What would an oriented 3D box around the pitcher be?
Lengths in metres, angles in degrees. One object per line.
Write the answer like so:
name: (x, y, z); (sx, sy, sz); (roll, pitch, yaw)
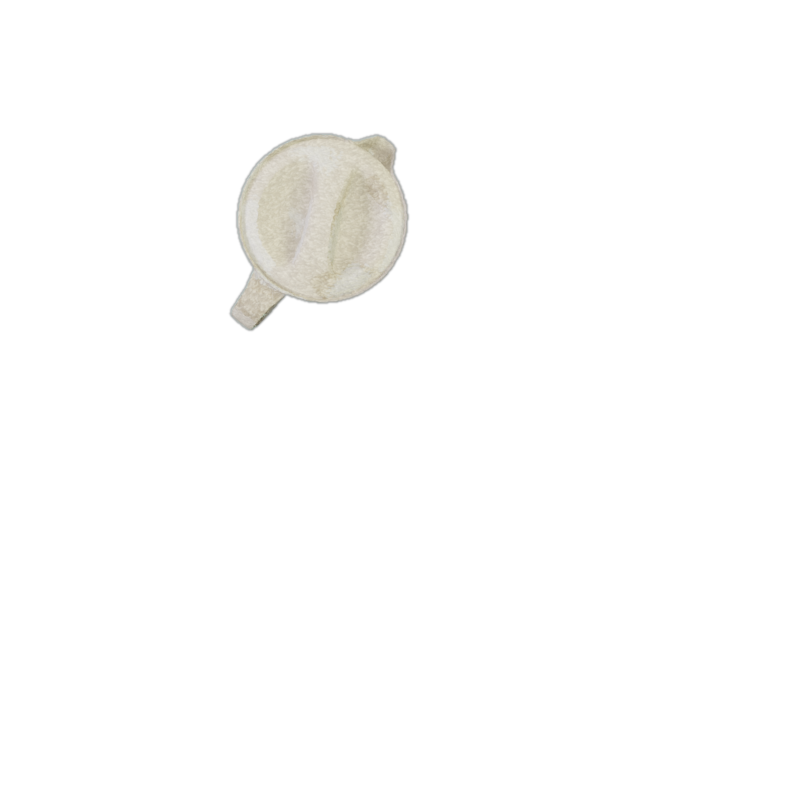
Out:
pitcher: (-0.076, -0.139, 0.976); (0.149, 0.146, 0.242); (-7, 1, -3)
